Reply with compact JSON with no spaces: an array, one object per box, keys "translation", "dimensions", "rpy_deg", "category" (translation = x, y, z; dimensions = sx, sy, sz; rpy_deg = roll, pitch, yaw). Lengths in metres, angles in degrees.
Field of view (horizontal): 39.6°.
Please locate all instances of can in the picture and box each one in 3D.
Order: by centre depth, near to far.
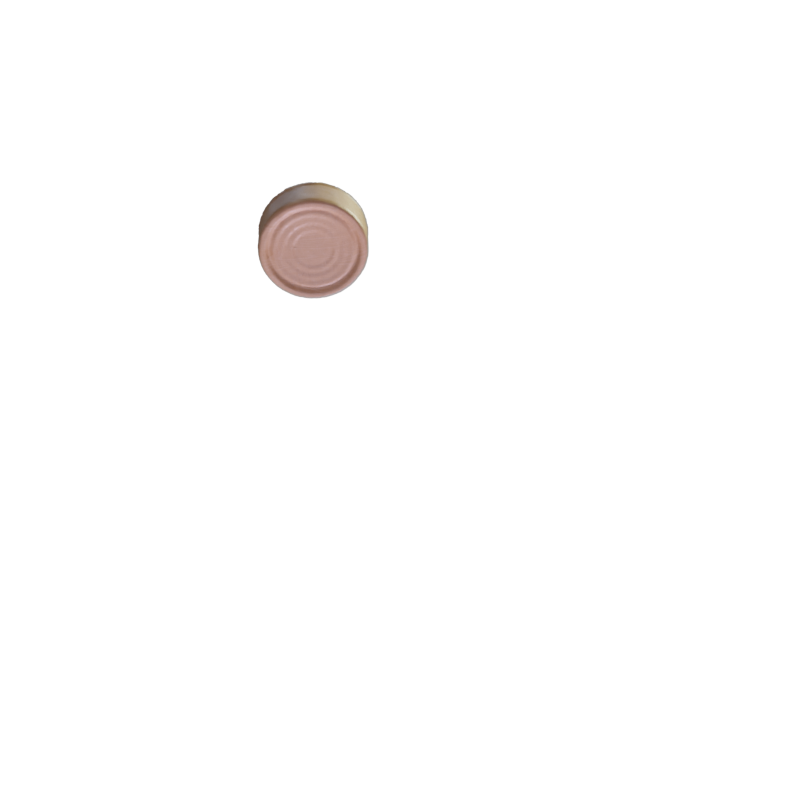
[{"translation":[-0.067,-0.121,0.850],"dimensions":[0.086,0.081,0.036],"rpy_deg":[1,29,-1],"category":"can"}]
